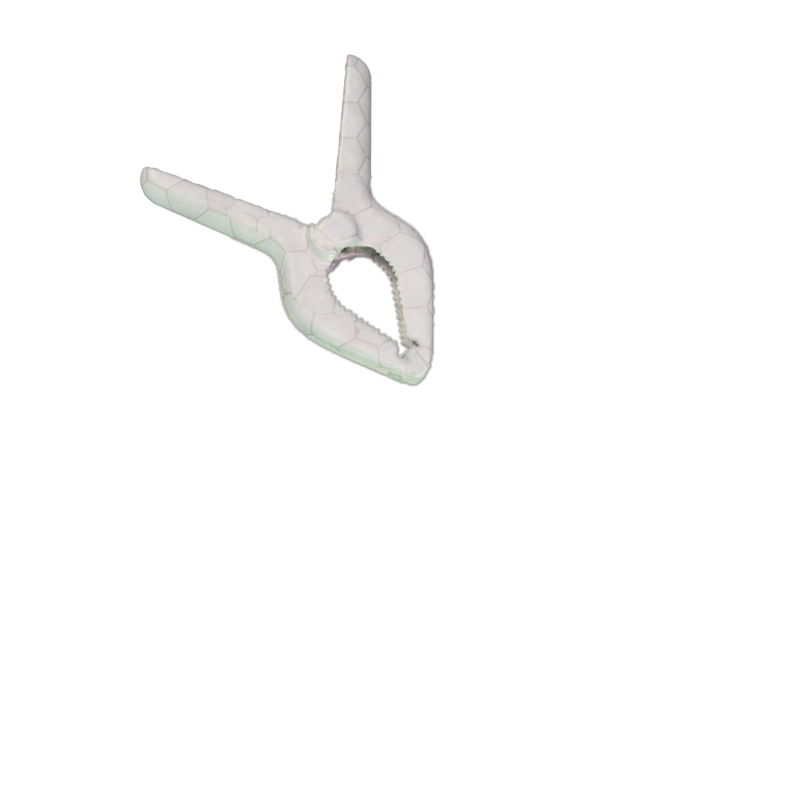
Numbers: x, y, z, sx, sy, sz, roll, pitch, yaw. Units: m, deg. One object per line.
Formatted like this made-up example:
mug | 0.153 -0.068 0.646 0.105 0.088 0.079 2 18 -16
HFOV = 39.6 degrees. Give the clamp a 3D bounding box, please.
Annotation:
clamp | -0.053 -0.097 0.682 0.164 0.219 0.035 -25 -15 -7
